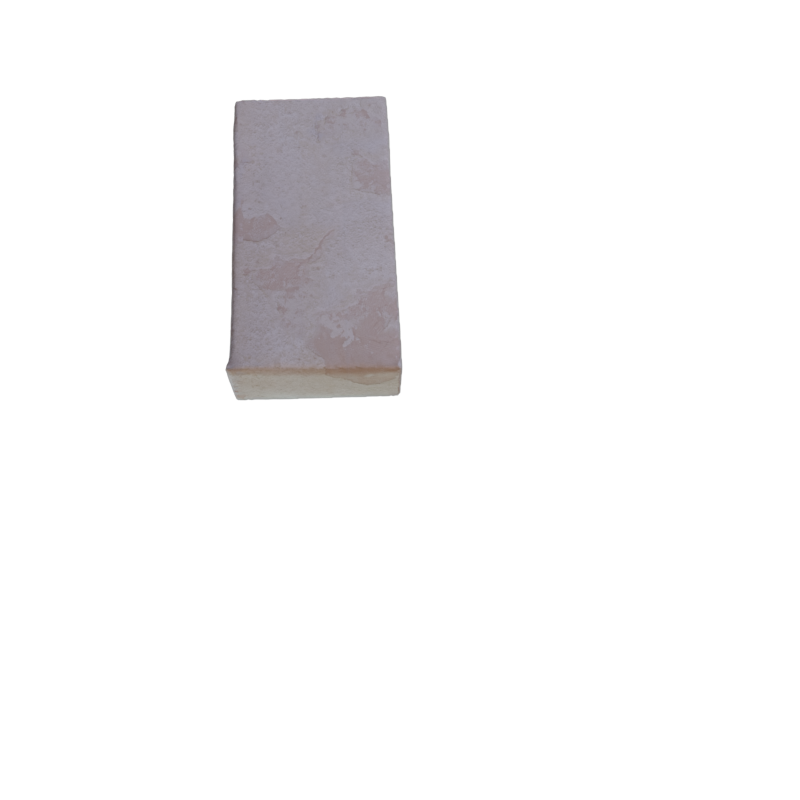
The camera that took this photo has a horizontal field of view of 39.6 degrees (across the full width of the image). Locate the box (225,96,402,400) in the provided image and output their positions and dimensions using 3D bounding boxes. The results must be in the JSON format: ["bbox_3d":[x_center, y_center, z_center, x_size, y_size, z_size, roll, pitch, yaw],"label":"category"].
[{"bbox_3d":[-0.049,-0.090,0.631,0.093,0.188,0.045,-2,-30,0],"label":"box"}]
